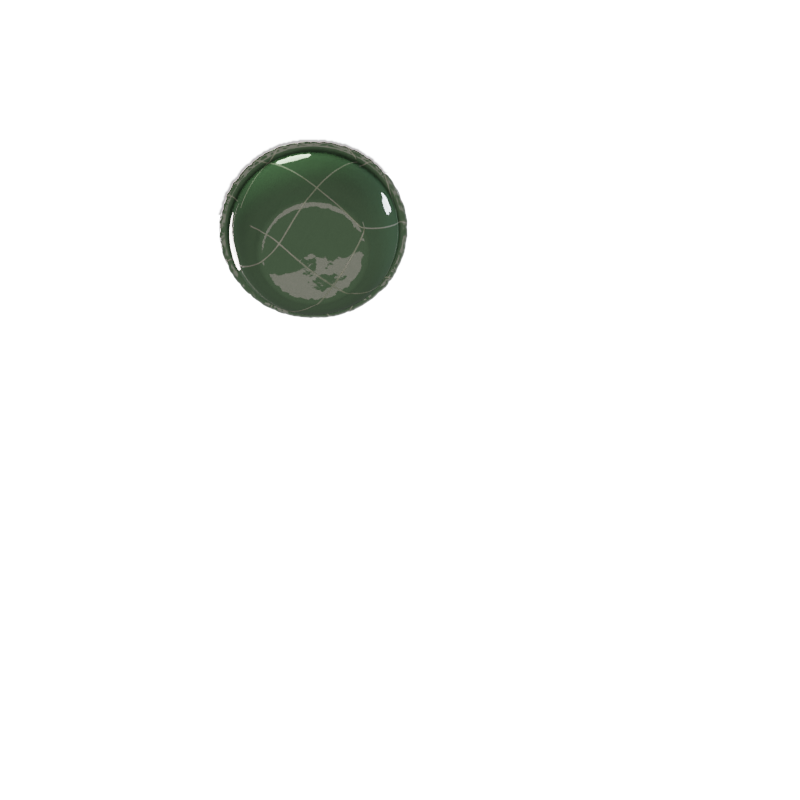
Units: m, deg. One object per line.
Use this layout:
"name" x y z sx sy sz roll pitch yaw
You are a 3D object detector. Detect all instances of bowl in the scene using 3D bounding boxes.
"bowl" -0.073 -0.133 0.929 0.162 0.155 0.058 1 22 -1
